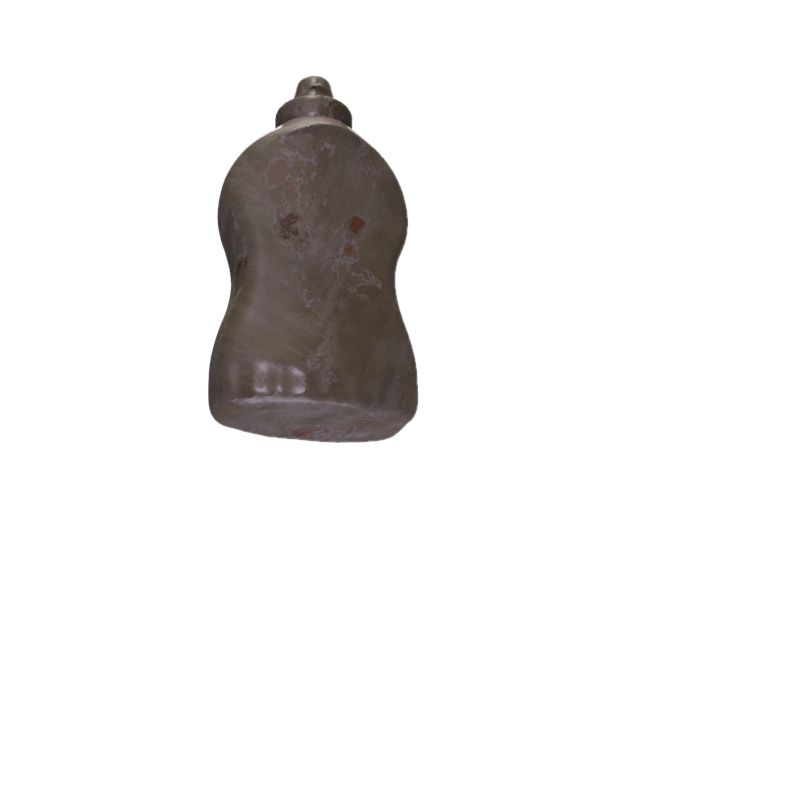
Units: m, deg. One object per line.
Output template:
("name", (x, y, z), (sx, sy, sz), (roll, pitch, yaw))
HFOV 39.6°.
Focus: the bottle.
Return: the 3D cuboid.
("bottle", (-0.043, -0.079, 0.553), (0.094, 0.203, 0.056), (5, -27, -14))
